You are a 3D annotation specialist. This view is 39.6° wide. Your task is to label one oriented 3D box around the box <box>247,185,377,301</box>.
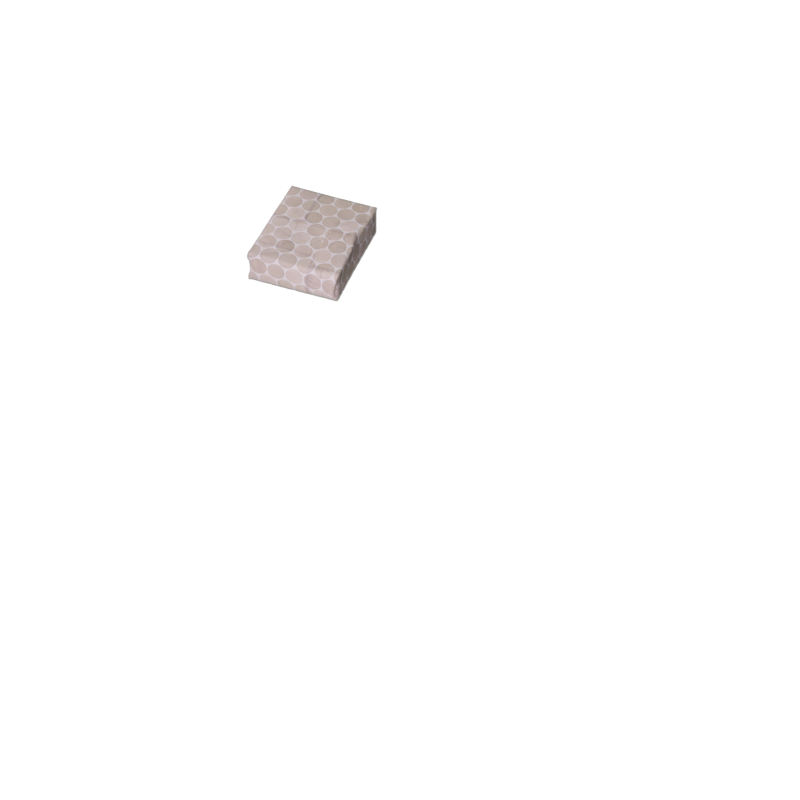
[{"bbox_3d":[-0.066,-0.121,0.846,0.075,0.028,0.093,15,47,14],"label":"box"}]
